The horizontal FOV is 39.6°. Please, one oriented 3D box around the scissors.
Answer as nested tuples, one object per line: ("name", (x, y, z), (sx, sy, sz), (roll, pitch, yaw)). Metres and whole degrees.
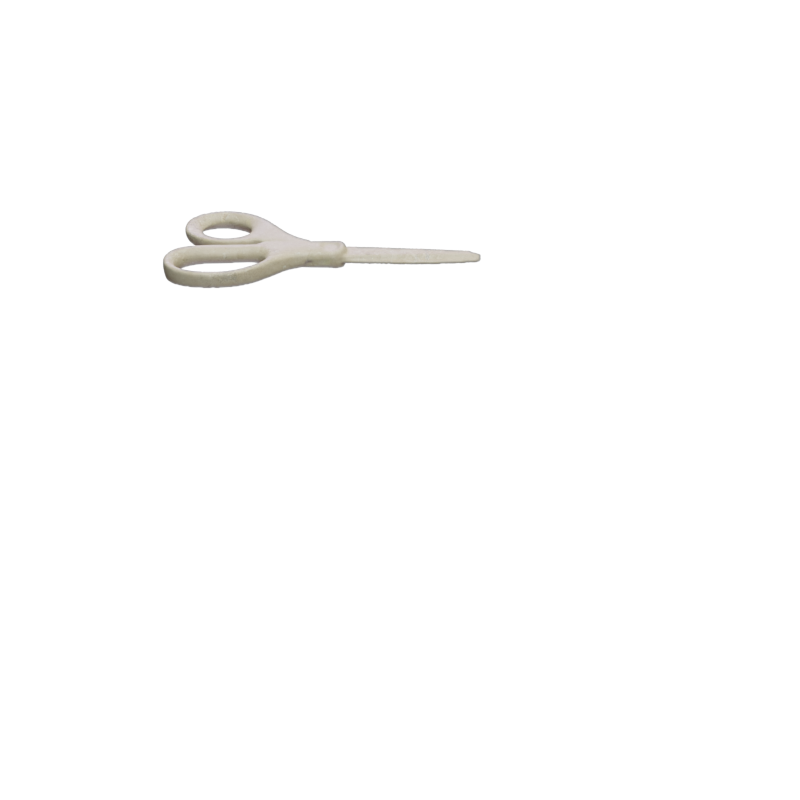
("scissors", (-0.058, -0.105, 0.737), (0.199, 0.015, 0.104), (-8, 35, -12))
